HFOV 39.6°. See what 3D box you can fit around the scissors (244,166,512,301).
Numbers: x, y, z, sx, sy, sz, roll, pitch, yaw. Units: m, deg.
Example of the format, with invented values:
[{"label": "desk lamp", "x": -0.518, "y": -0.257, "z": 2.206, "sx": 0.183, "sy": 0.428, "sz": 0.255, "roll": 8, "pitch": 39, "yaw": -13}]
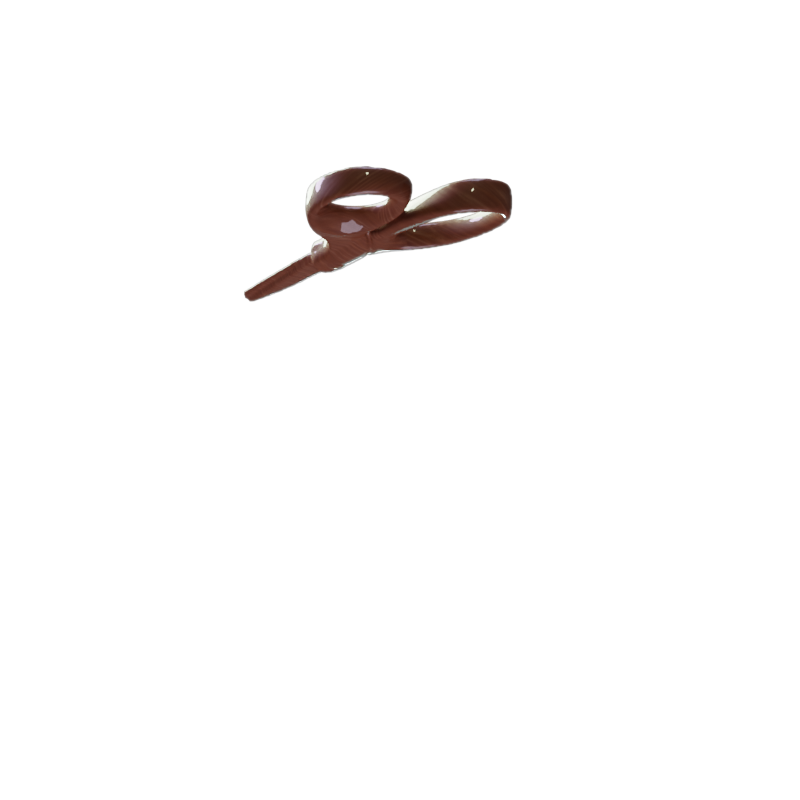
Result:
[{"label": "scissors", "x": -0.041, "y": -0.075, "z": 0.523, "sx": 0.206, "sy": 0.016, "sz": 0.091, "roll": -10, "pitch": -14, "yaw": 42}]
